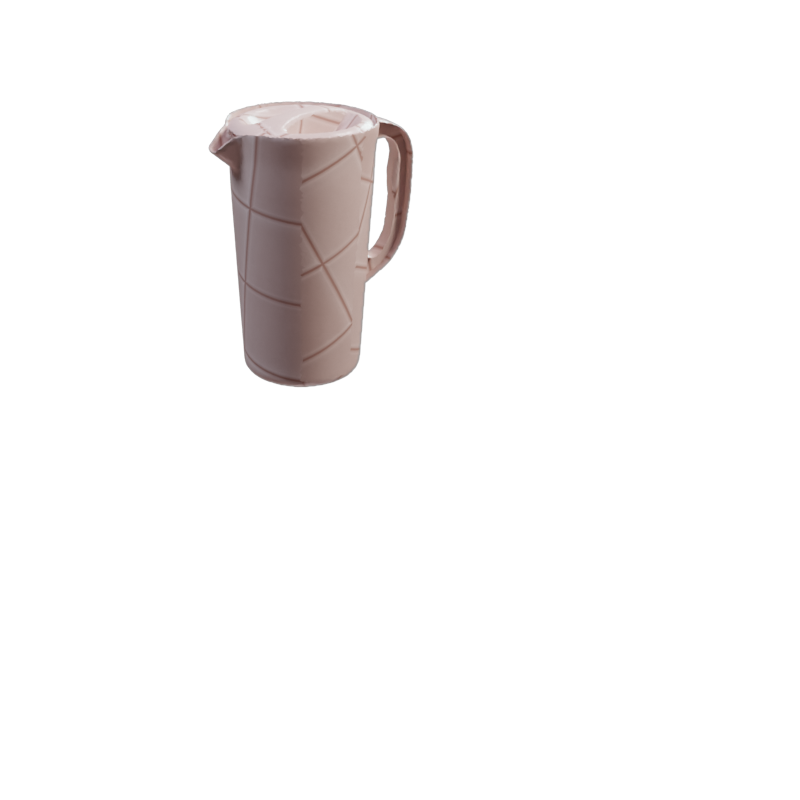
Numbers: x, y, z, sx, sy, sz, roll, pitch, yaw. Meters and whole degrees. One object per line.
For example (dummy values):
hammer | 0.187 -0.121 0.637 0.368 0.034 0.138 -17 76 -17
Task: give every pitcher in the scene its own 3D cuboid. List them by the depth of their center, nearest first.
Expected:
pitcher | -0.078 -0.142 0.996 0.153 0.231 0.148 8 24 16
